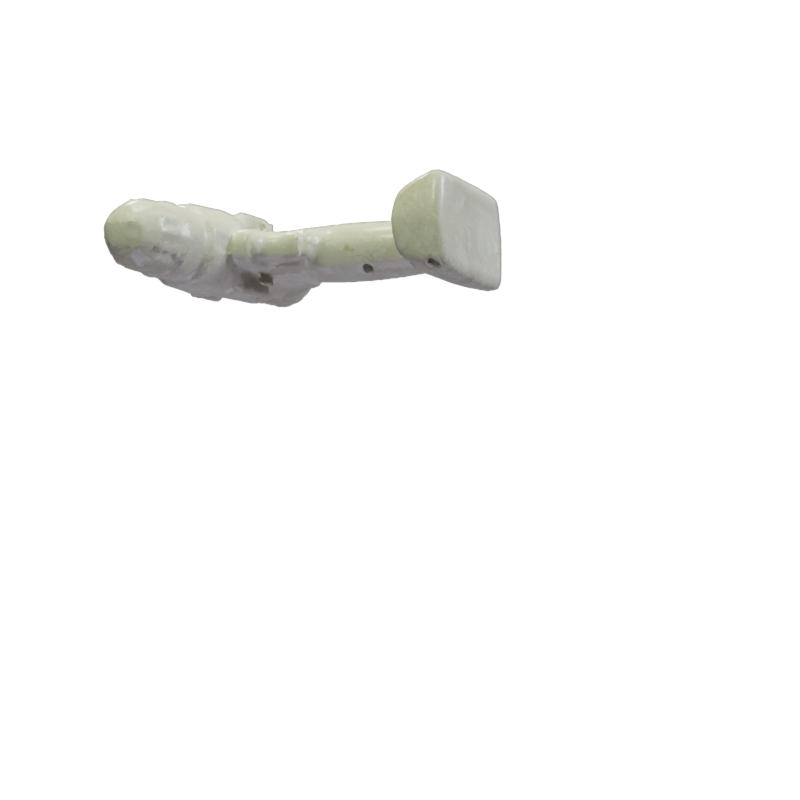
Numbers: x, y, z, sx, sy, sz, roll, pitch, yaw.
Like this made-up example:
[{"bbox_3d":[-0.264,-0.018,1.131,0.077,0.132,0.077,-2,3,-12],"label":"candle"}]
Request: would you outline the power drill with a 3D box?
[{"bbox_3d":[-0.049,-0.090,0.632,0.193,0.058,0.177,-1,-1,27],"label":"power drill"}]
